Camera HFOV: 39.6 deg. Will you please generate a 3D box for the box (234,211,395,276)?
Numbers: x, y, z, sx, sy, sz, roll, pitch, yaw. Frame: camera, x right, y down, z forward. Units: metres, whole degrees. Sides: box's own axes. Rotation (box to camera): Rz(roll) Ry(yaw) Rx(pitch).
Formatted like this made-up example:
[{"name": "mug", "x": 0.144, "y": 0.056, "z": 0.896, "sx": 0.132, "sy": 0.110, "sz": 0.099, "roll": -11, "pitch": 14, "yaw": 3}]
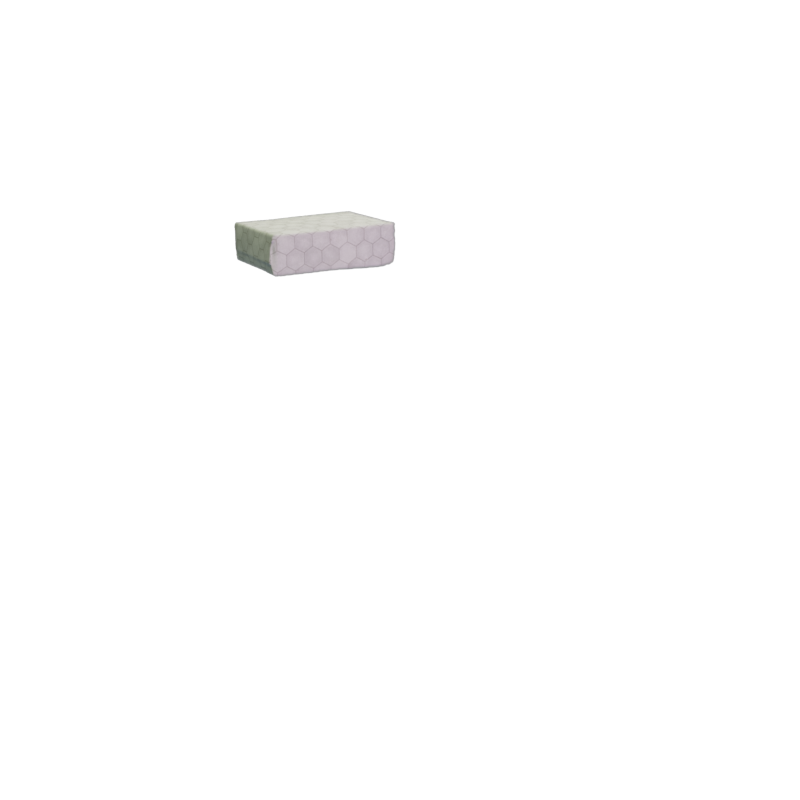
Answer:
[{"name": "box", "x": -0.073, "y": -0.134, "z": 0.937, "sx": 0.111, "sy": 0.038, "sz": 0.095, "roll": -8, "pitch": 18, "yaw": -25}]
